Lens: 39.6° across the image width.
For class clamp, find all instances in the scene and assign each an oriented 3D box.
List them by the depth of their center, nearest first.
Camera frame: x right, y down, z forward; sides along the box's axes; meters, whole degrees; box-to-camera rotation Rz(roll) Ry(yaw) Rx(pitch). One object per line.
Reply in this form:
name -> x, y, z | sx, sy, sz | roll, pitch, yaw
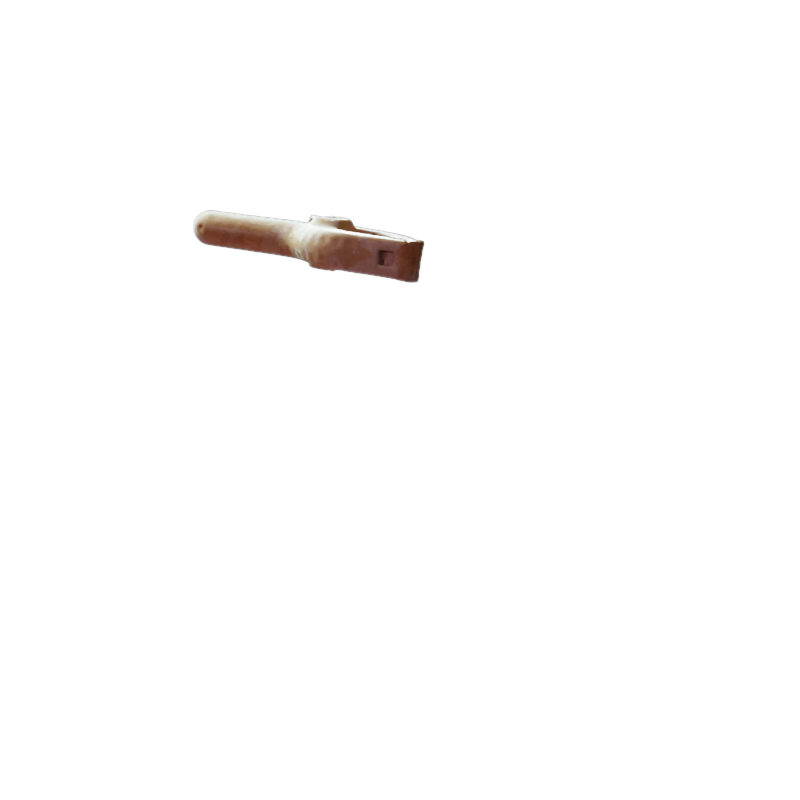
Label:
clamp -> -0.059, -0.108, 0.757 | 0.117, 0.038, 0.181 | -10, 17, -34
